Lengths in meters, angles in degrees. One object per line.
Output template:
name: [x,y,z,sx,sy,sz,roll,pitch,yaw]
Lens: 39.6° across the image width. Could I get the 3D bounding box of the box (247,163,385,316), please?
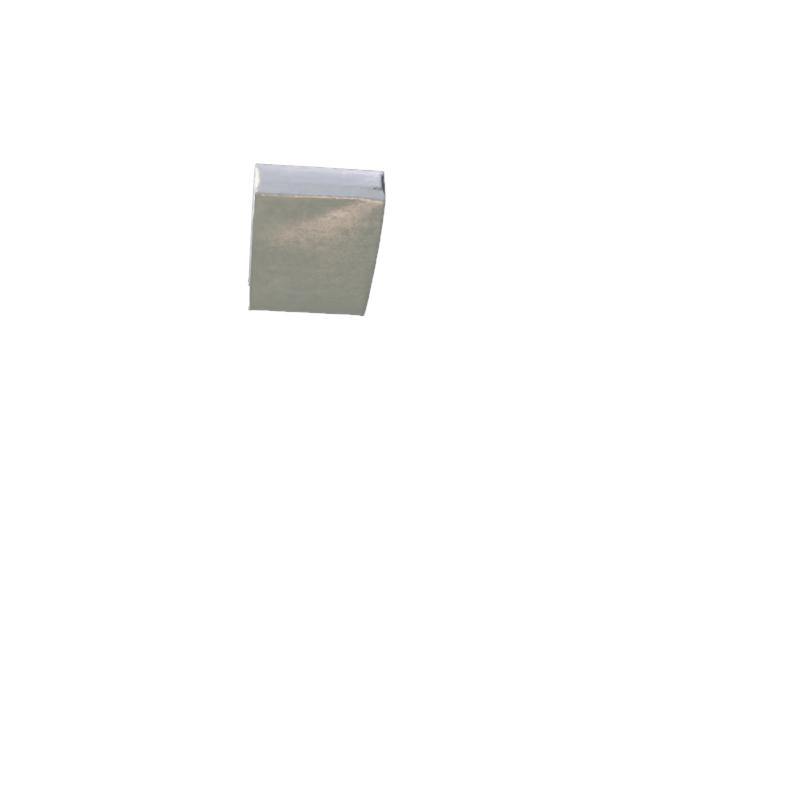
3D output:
box: [-0.061,-0.111,0.780,0.089,0.106,0.042,5,42,-5]
